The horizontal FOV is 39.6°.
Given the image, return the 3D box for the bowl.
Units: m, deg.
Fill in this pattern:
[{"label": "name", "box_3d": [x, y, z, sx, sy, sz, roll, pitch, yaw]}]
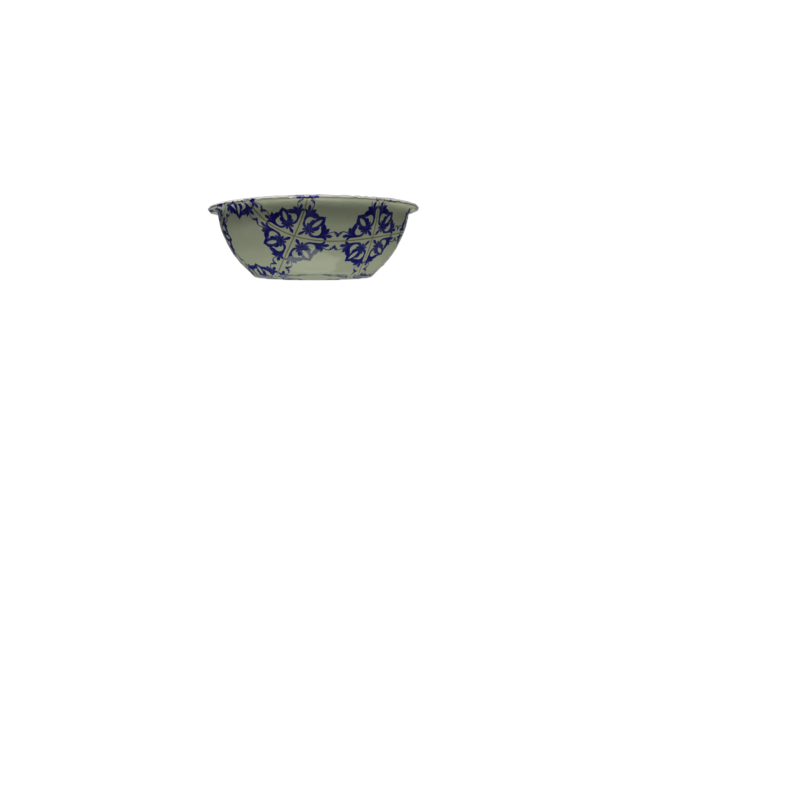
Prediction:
[{"label": "bowl", "box_3d": [-0.067, -0.122, 0.852, 0.162, 0.055, 0.162, 0, 2, -2]}]
